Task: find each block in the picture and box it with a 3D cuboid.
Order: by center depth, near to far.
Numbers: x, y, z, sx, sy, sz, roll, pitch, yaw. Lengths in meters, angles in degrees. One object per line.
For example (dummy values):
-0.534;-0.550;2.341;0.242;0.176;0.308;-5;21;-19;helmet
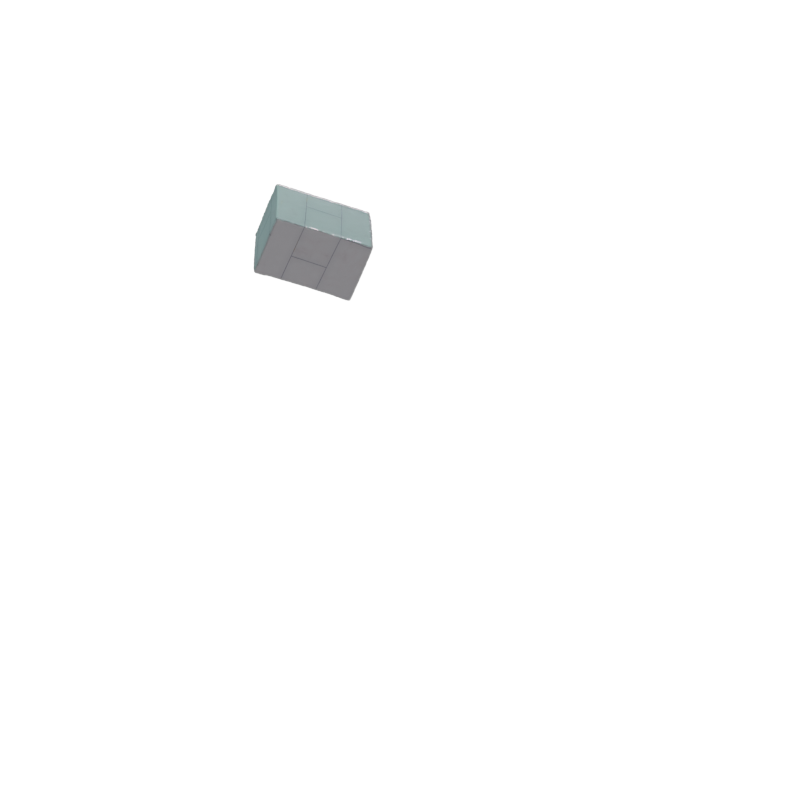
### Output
-0.065;-0.119;0.834;0.076;0.050;0.055;17;34;-13;block
